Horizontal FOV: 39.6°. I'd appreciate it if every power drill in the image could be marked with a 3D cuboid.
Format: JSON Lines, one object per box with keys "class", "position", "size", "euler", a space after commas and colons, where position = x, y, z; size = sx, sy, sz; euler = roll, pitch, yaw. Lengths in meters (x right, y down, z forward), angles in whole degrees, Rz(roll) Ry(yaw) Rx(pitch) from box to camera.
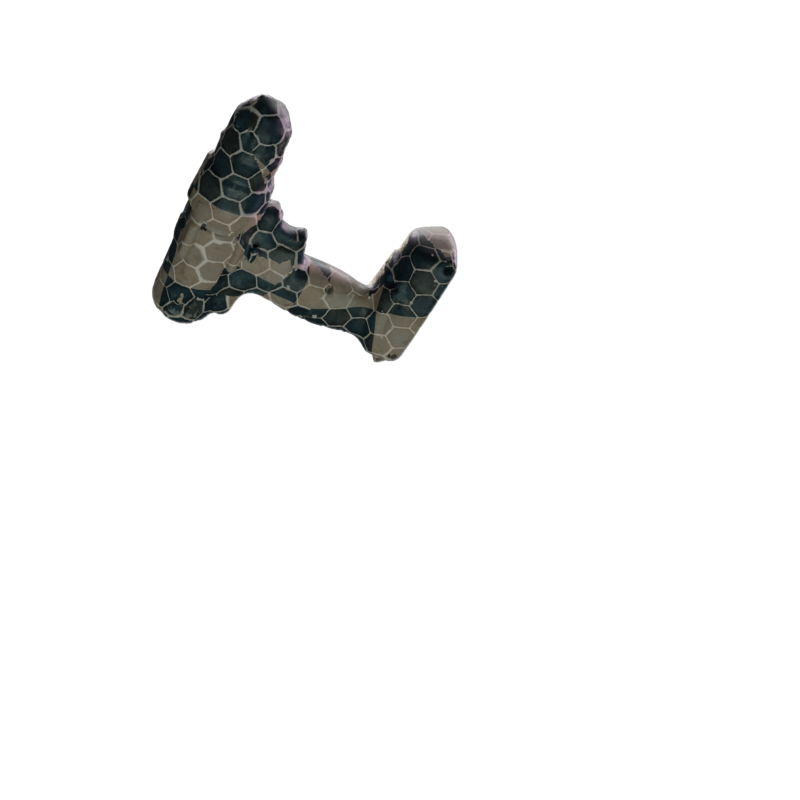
{"class": "power drill", "position": [-0.060, -0.109, 0.762], "size": [0.182, 0.177, 0.062], "euler": [19, 39, -17]}
